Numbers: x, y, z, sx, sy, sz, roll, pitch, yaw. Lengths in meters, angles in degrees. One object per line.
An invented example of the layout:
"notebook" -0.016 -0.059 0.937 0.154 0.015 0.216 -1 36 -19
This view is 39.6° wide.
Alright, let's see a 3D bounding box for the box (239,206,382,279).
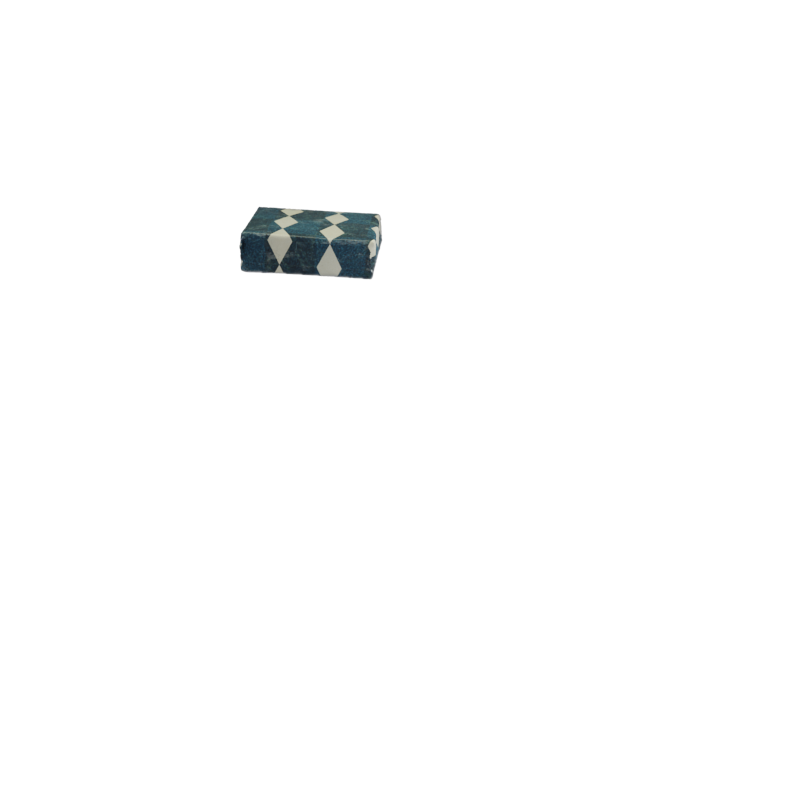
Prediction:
"box" -0.074 -0.135 0.946 0.114 0.037 0.093 2 21 4
